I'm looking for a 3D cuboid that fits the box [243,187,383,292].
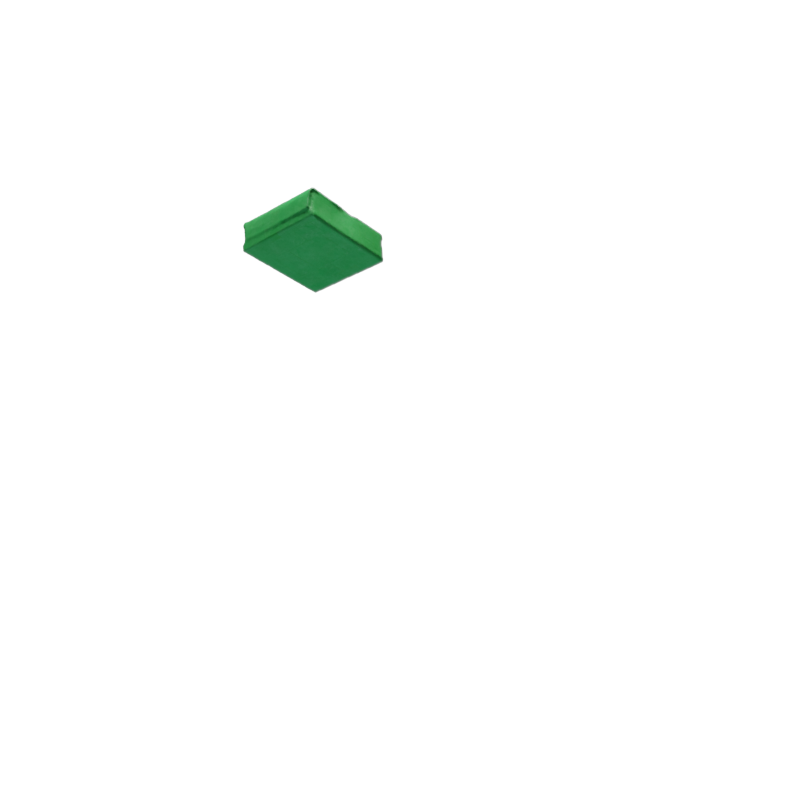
[{"bbox_3d":[-0.069,-0.126,0.879,0.073,0.032,0.083,-23,-36,34],"label":"box"}]
